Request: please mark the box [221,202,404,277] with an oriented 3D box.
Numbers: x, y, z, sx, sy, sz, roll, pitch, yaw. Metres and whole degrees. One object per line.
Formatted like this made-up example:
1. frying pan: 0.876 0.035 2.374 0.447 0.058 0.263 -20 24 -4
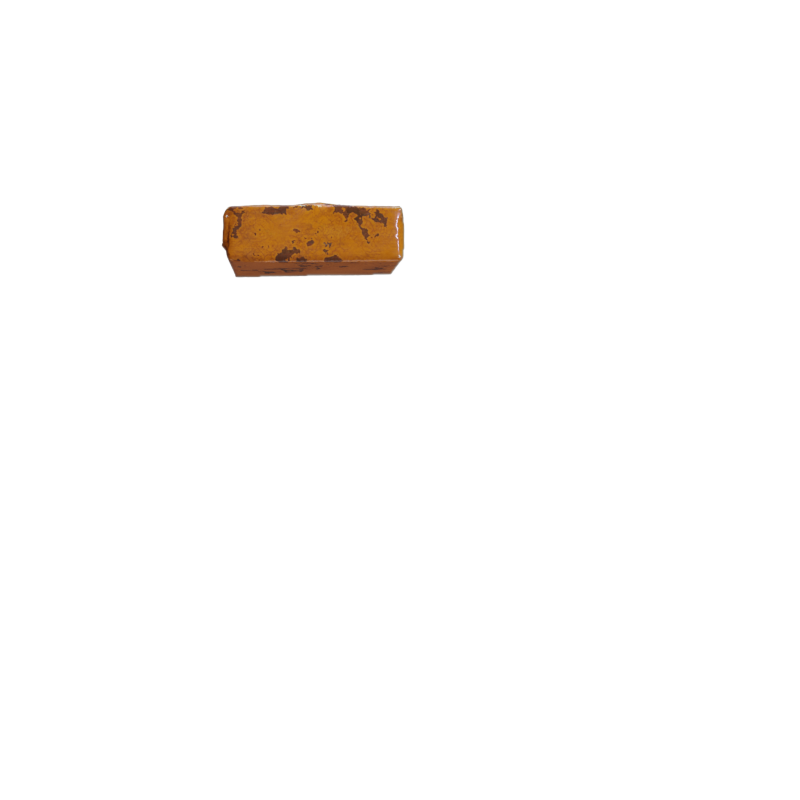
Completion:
1. box: -0.045 -0.082 0.574 0.089 0.030 0.072 0 -1 -2
